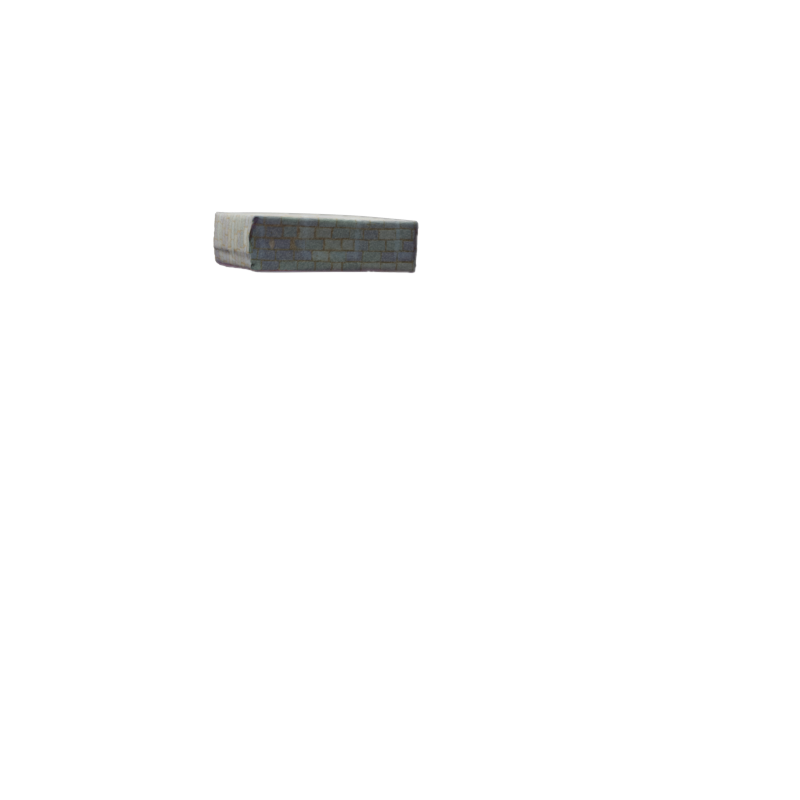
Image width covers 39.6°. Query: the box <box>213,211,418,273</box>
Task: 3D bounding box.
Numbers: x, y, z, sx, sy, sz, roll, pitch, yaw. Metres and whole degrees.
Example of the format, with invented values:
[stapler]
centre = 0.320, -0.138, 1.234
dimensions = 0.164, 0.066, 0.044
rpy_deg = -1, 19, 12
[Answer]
[box]
centre = -0.057, -0.103, 0.724
dimensions = 0.111, 0.038, 0.093
rpy_deg = -4, 9, -22
